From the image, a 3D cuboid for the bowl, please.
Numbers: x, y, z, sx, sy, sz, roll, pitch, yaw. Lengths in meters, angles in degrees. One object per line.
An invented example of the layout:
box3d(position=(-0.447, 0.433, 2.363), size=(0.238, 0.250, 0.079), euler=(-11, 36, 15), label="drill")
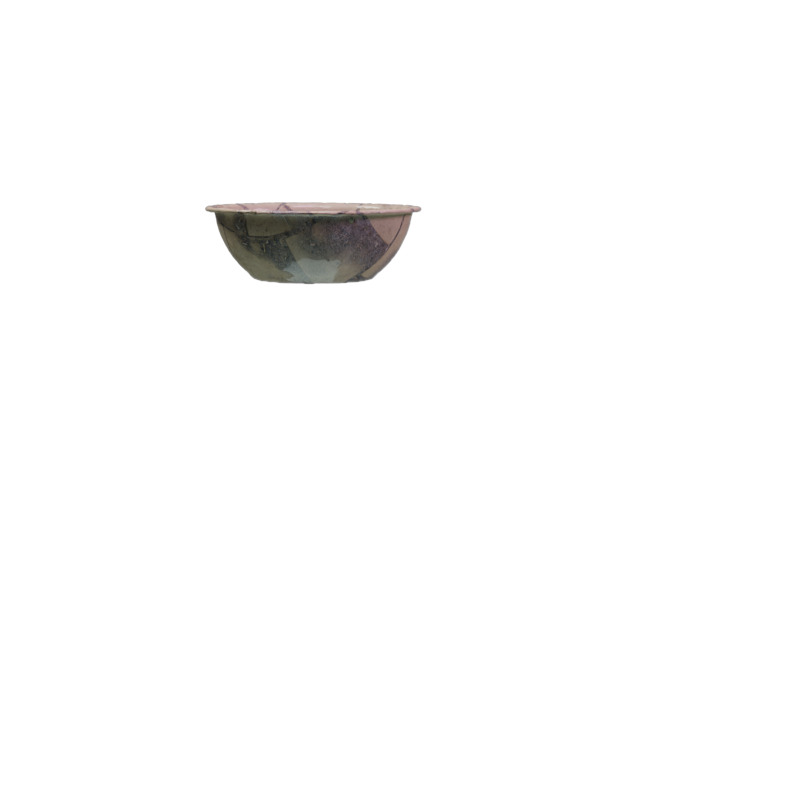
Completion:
box3d(position=(-0.065, -0.118, 0.830), size=(0.162, 0.054, 0.165), euler=(0, 11, -2), label="bowl")
